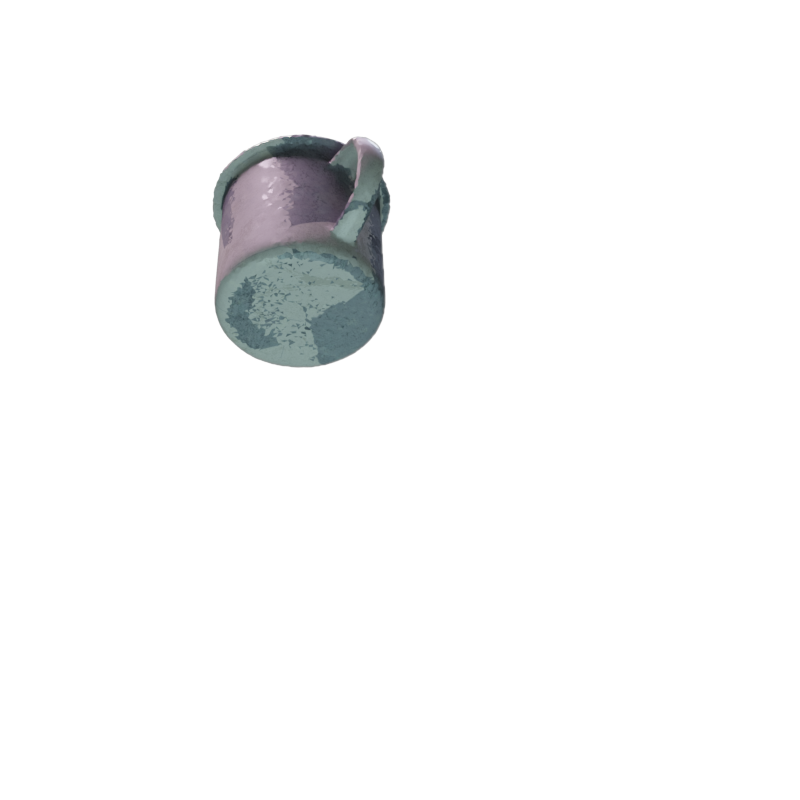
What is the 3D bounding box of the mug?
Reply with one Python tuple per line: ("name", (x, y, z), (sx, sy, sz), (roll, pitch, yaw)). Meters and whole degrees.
("mug", (-0.043, -0.078, 0.544), (0.089, 0.087, 0.114), (25, -51, -24))
